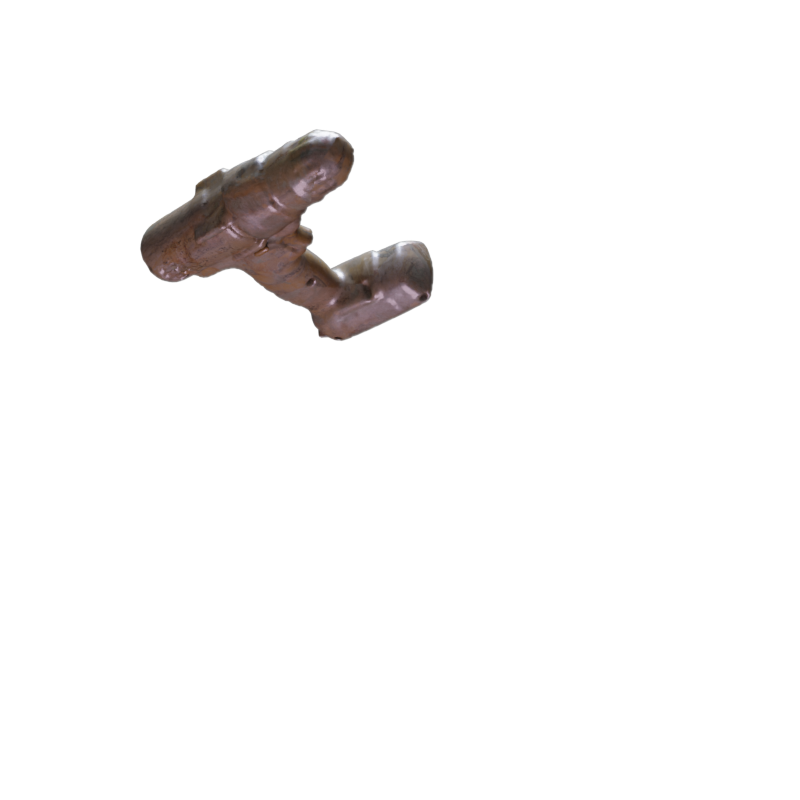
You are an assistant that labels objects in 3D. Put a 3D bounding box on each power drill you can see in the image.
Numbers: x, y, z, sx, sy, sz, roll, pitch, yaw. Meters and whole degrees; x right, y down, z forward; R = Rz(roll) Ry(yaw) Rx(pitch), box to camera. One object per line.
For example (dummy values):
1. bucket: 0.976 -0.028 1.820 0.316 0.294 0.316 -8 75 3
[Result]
1. power drill: -0.062 -0.112 0.787 0.186 0.061 0.175 -21 -33 36
